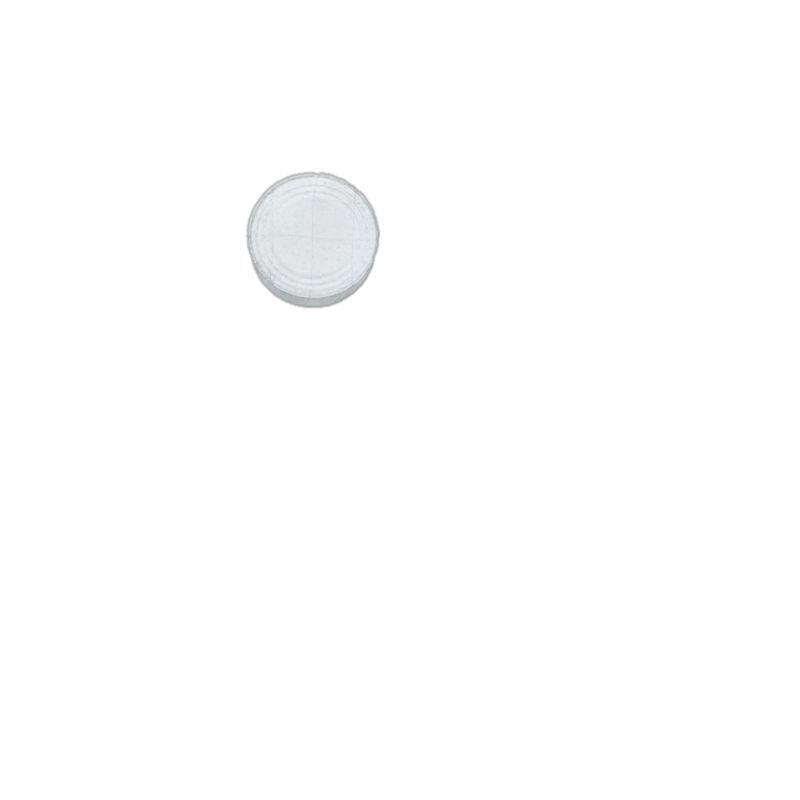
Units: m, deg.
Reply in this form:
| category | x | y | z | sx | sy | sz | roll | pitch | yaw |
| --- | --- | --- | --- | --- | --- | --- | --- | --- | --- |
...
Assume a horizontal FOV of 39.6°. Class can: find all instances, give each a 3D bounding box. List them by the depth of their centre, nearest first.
| category | x | y | z | sx | sy | sz | roll | pitch | yaw |
| --- | --- | --- | --- | --- | --- | --- | --- | --- | --- |
| can | -0.058 | -0.105 | 0.739 | 0.086 | 0.089 | 0.032 | 0 | -16 | -1 |
